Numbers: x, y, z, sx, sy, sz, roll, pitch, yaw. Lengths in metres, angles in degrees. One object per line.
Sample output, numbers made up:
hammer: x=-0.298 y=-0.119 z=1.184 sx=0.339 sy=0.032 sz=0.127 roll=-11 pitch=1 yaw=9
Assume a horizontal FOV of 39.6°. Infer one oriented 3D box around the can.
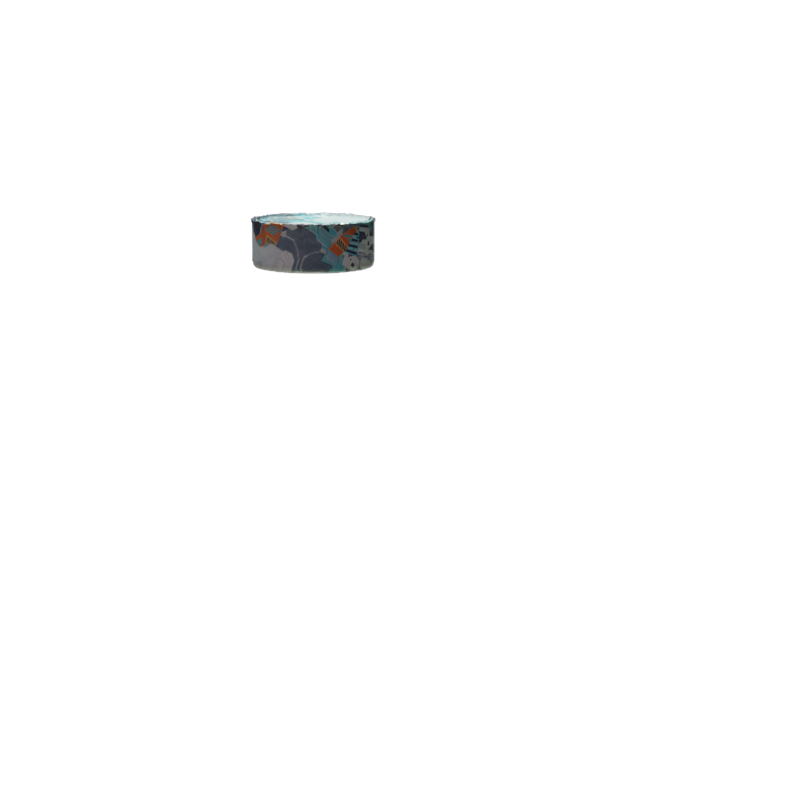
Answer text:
can: x=-0.060 y=-0.109 z=0.763 sx=0.086 sy=0.033 sz=0.088 roll=0 pitch=13 yaw=-2
